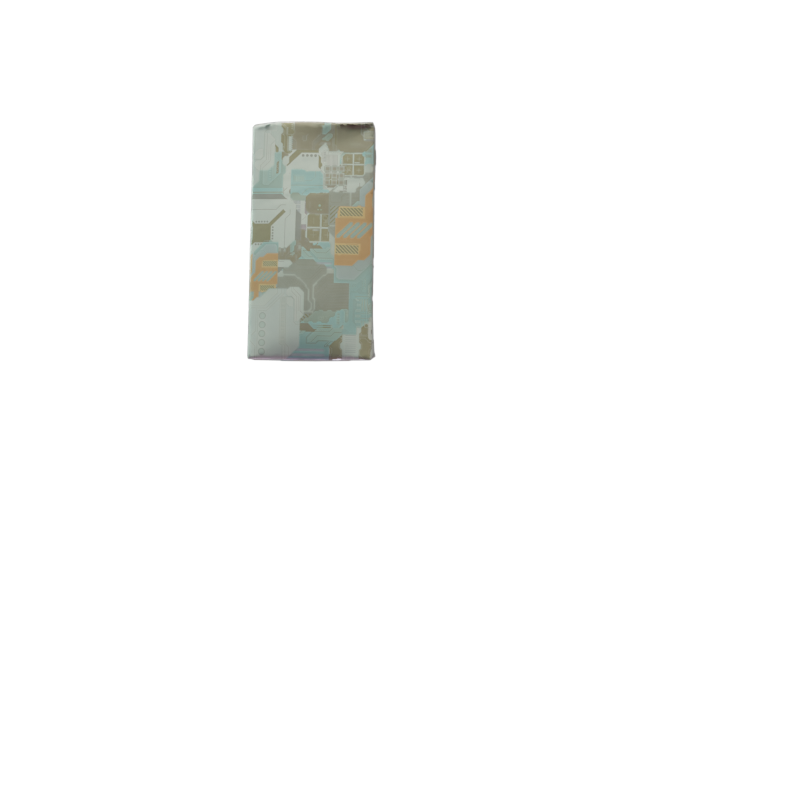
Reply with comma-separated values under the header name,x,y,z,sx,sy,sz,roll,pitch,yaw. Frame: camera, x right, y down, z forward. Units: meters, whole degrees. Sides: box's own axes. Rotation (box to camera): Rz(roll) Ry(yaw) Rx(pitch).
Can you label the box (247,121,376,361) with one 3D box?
name,x,y,z,sx,sy,sz,roll,pitch,yaw
box,-0.065,-0.118,0.824,0.094,0.178,0.047,0,-4,4
